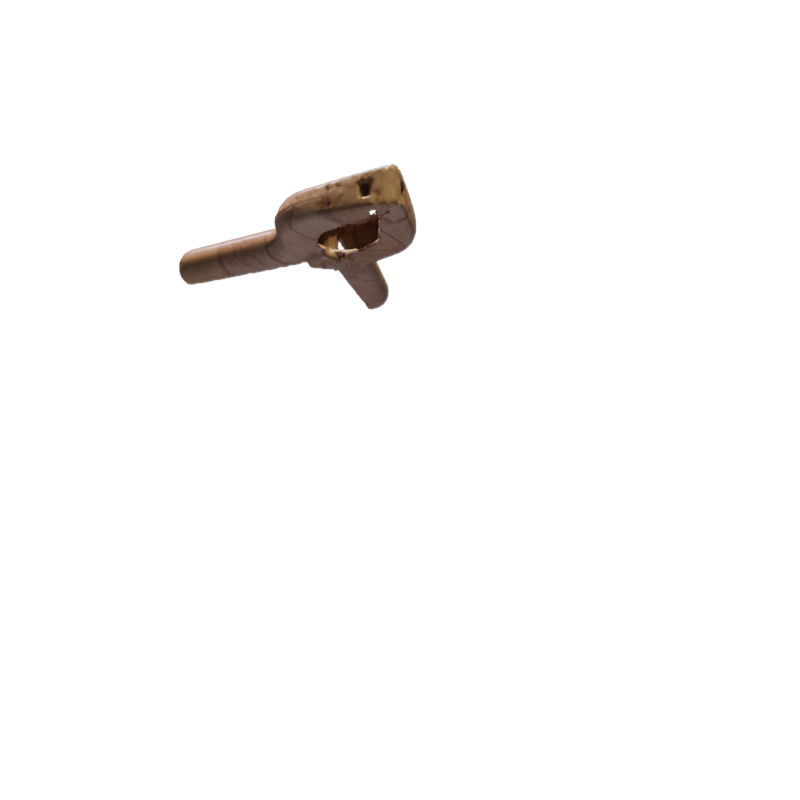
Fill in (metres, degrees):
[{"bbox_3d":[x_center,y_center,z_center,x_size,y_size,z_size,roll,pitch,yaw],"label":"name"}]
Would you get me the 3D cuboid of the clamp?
[{"bbox_3d":[-0.060,-0.109,0.762,0.161,0.038,0.206,4,-15,-16],"label":"clamp"}]
